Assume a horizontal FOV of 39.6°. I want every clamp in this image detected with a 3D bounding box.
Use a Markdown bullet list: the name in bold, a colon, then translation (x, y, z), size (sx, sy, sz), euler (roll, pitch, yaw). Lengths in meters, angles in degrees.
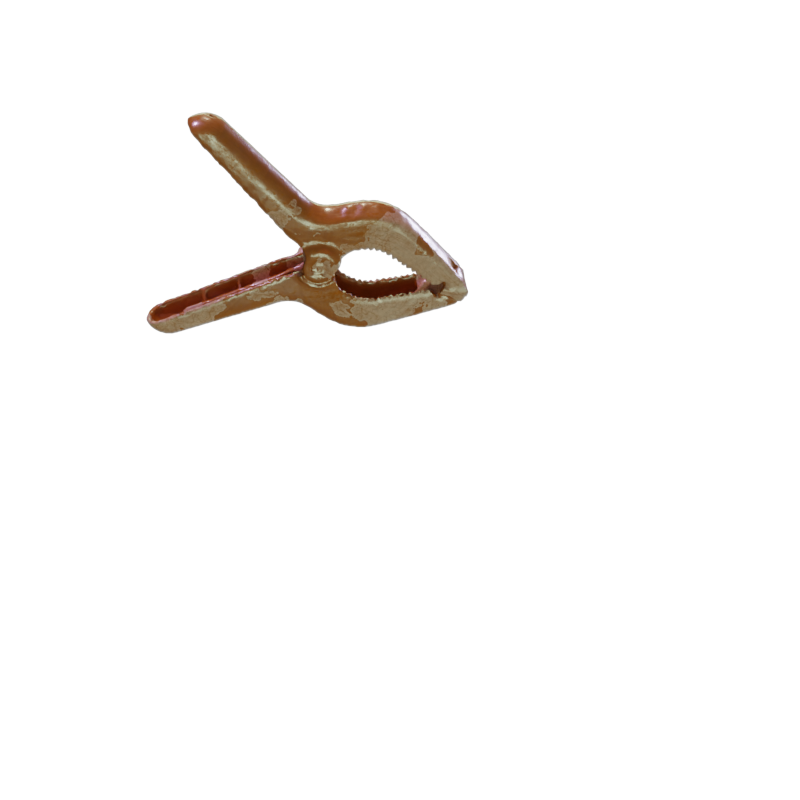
- **clamp**: translation (-0.057, -0.103, 0.723), size (0.208, 0.155, 0.039), euler (6, 36, -5)
